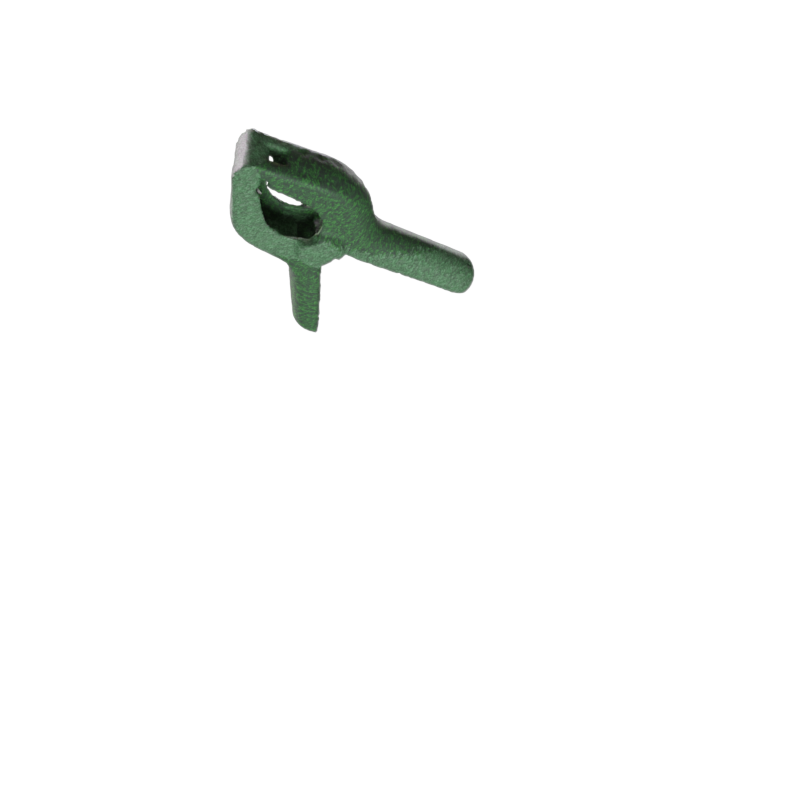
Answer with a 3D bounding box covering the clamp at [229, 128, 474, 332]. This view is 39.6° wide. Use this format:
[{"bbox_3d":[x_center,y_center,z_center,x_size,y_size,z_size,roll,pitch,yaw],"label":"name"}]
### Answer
[{"bbox_3d":[-0.050,-0.091,0.640,0.120,0.042,0.159,-26,-43,30],"label":"clamp"}]
